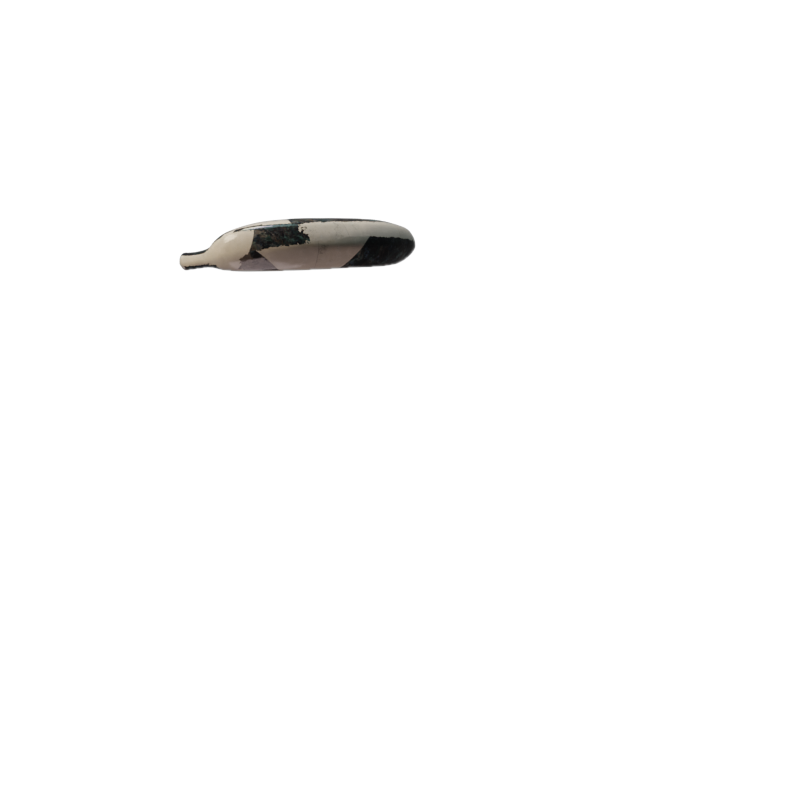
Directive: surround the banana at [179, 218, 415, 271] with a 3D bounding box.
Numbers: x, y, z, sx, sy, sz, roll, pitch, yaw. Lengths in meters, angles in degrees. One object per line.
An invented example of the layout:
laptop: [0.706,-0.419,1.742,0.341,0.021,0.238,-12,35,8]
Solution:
banana: [-0.057,-0.114,0.803,0.192,0.036,0.073,-6,11,-32]
